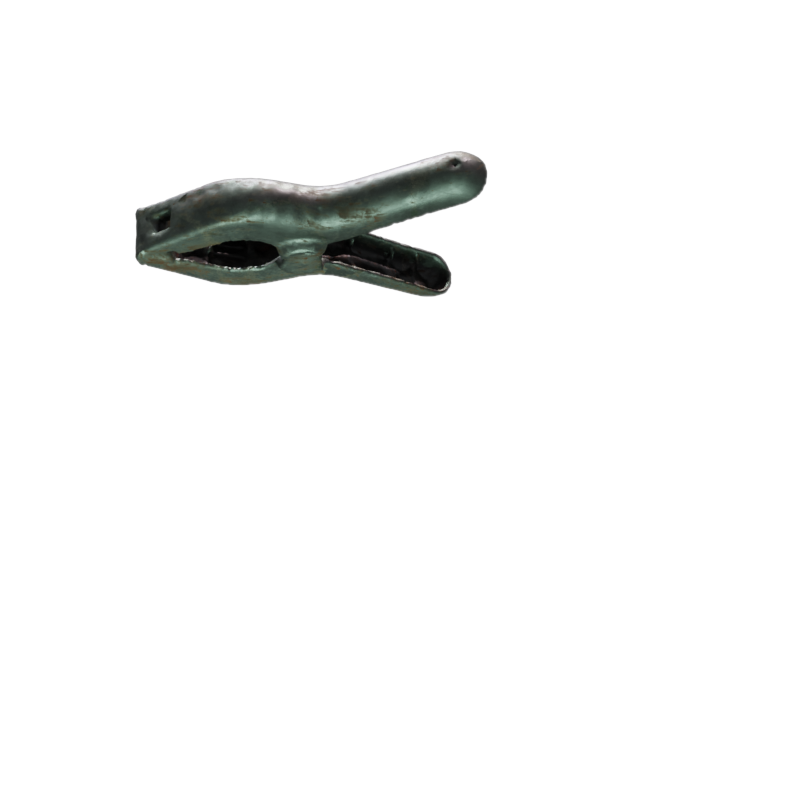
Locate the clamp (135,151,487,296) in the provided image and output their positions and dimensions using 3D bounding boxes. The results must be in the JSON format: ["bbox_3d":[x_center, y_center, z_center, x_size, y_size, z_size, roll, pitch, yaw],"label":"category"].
[{"bbox_3d":[-0.044,-0.080,0.560,0.172,0.042,0.112,-2,-29,4],"label":"clamp"}]
